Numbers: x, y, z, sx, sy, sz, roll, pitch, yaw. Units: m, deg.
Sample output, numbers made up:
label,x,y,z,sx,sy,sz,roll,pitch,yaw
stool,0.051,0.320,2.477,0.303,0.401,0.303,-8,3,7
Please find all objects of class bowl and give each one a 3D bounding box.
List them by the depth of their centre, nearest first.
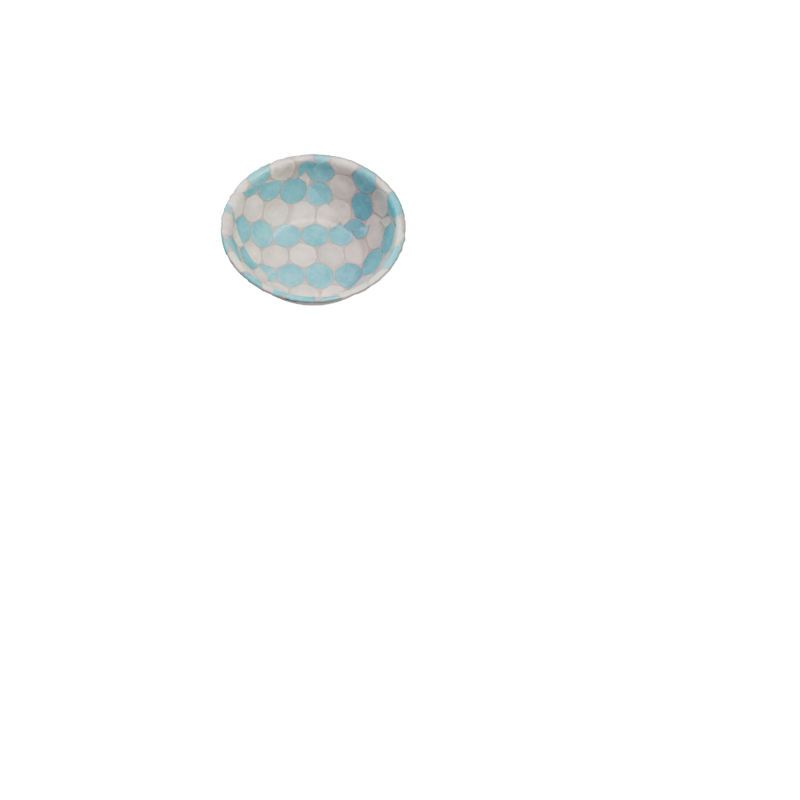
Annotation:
label,x,y,z,sx,sy,sz,roll,pitch,yaw
bowl,-0.077,-0.141,0.988,0.162,0.173,0.051,-1,-33,-1
